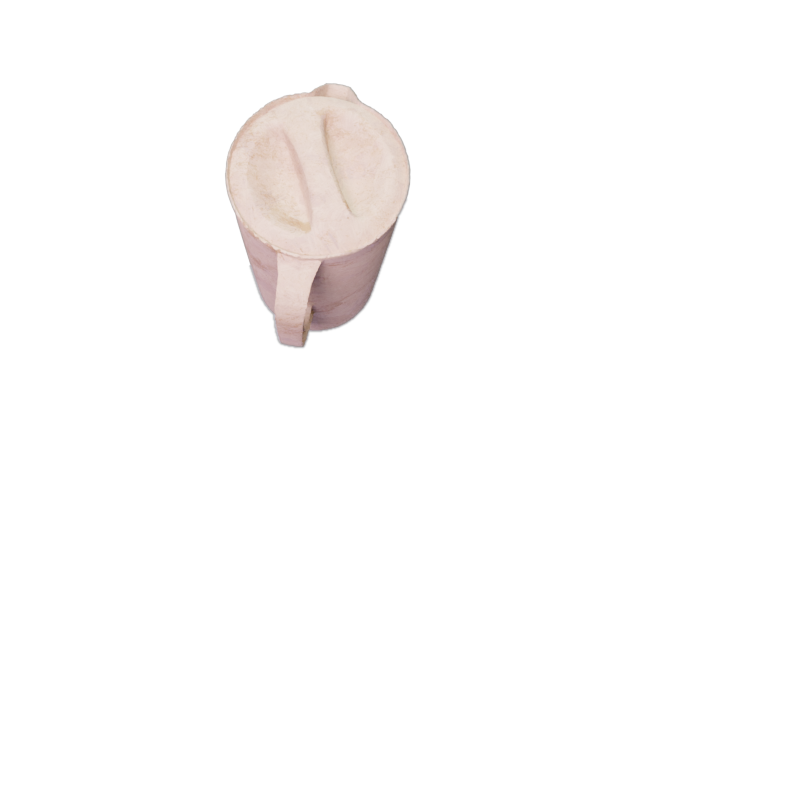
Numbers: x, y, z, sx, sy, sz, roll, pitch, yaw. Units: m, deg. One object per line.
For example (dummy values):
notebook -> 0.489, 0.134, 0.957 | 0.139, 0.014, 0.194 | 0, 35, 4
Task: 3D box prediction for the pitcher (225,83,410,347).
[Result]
pitcher -> -0.070, -0.128, 0.899 | 0.149, 0.151, 0.233 | -34, -11, -12
